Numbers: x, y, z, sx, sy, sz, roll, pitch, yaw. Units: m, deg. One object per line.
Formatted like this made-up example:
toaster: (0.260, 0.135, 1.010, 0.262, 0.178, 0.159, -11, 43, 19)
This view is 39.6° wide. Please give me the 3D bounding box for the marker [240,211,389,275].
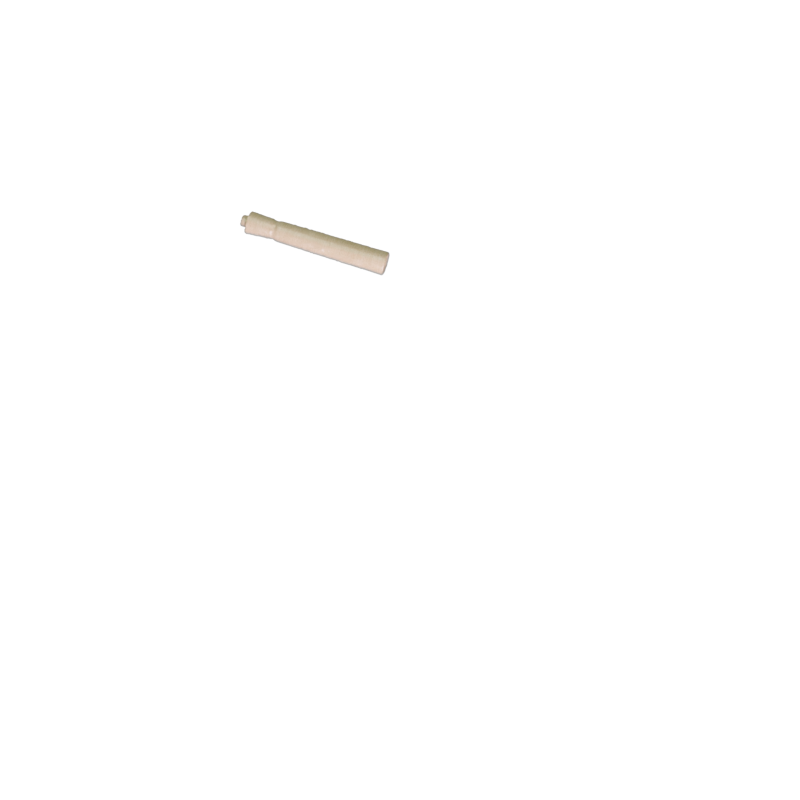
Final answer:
marker: (-0.069, -0.125, 0.875, 0.123, 0.020, 0.020, 18, 7, 10)
